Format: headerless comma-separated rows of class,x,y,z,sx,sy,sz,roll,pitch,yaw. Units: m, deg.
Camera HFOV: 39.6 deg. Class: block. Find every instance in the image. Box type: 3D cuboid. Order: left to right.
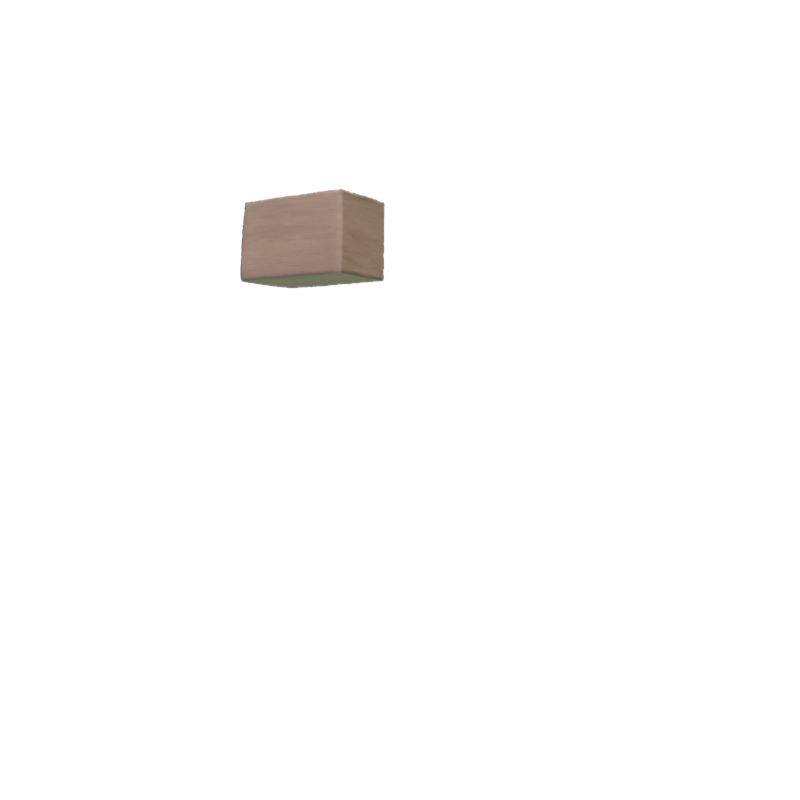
block,-0.055,-0.100,0.703,0.080,0.052,0.050,-2,-5,33
